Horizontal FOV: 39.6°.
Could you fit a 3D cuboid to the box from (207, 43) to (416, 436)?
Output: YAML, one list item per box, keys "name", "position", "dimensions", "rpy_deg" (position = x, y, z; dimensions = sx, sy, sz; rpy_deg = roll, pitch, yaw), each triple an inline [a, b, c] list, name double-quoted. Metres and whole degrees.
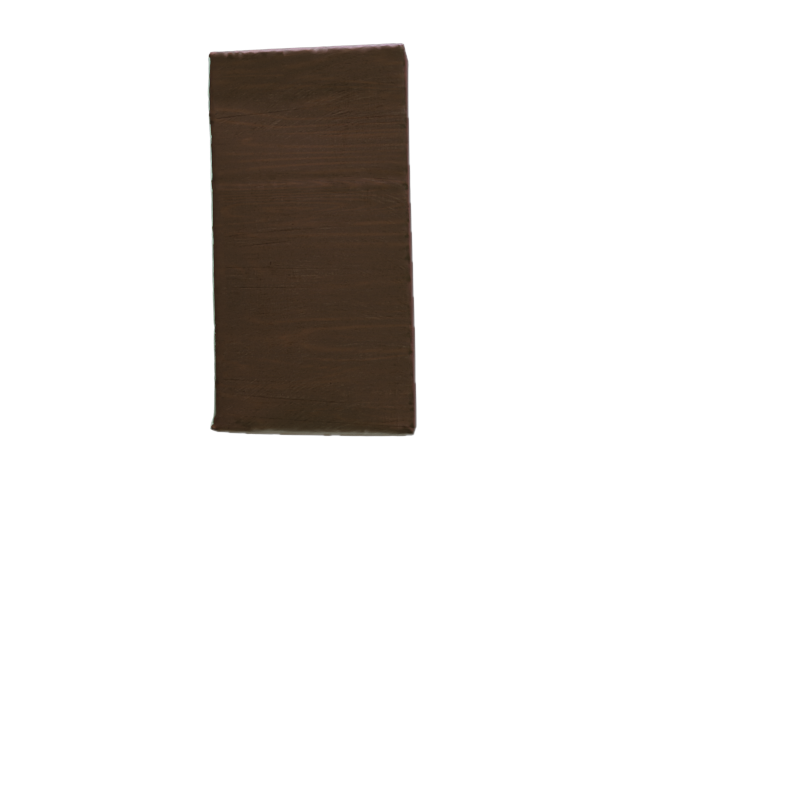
- name: "box"
  position: [-0.040, -0.074, 0.515]
  dimensions: [0.094, 0.179, 0.047]
  rpy_deg: [-1, -5, 6]
